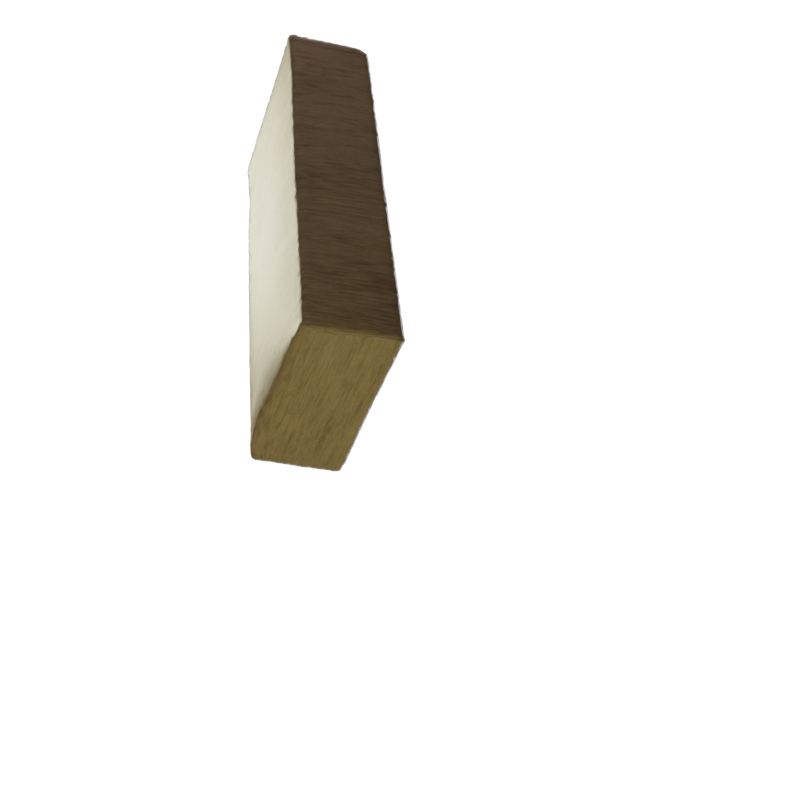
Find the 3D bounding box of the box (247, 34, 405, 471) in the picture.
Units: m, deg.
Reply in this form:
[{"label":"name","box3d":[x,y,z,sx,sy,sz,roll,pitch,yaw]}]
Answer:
[{"label":"box","box3d":[-0.038,-0.069,0.485,0.047,0.189,0.089,10,-42,-16]}]
